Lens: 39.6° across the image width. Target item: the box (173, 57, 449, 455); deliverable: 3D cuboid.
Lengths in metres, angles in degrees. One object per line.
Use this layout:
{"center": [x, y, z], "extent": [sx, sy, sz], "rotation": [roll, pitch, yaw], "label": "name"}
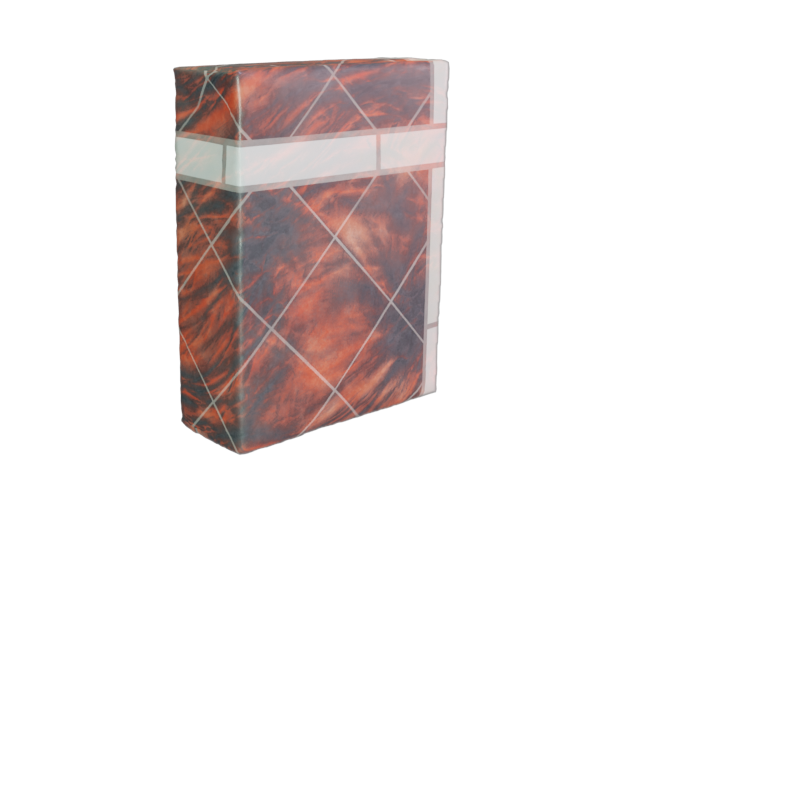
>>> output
{"center": [-0.052, -0.095, 0.664], "extent": [0.160, 0.207, 0.076], "rotation": [-13, 19, -42], "label": "box"}
